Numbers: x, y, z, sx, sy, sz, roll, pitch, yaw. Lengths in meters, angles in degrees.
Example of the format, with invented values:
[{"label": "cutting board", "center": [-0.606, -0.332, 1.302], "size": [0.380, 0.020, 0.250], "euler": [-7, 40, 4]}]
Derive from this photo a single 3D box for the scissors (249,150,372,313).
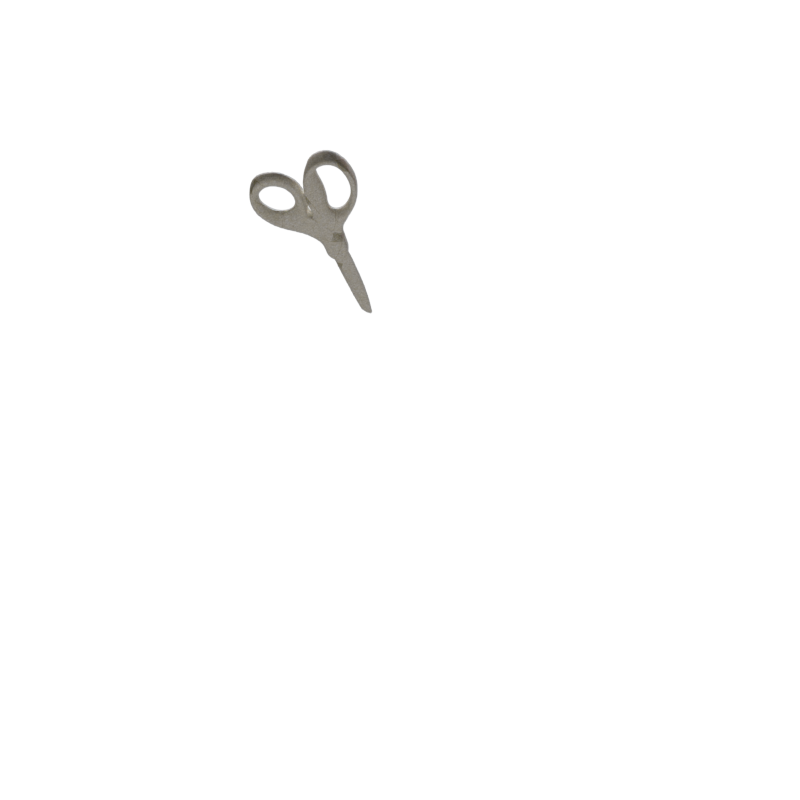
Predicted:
[{"label": "scissors", "center": [-0.073, -0.133, 0.933], "size": [0.096, 0.017, 0.188], "euler": [0, -36, 0]}]
